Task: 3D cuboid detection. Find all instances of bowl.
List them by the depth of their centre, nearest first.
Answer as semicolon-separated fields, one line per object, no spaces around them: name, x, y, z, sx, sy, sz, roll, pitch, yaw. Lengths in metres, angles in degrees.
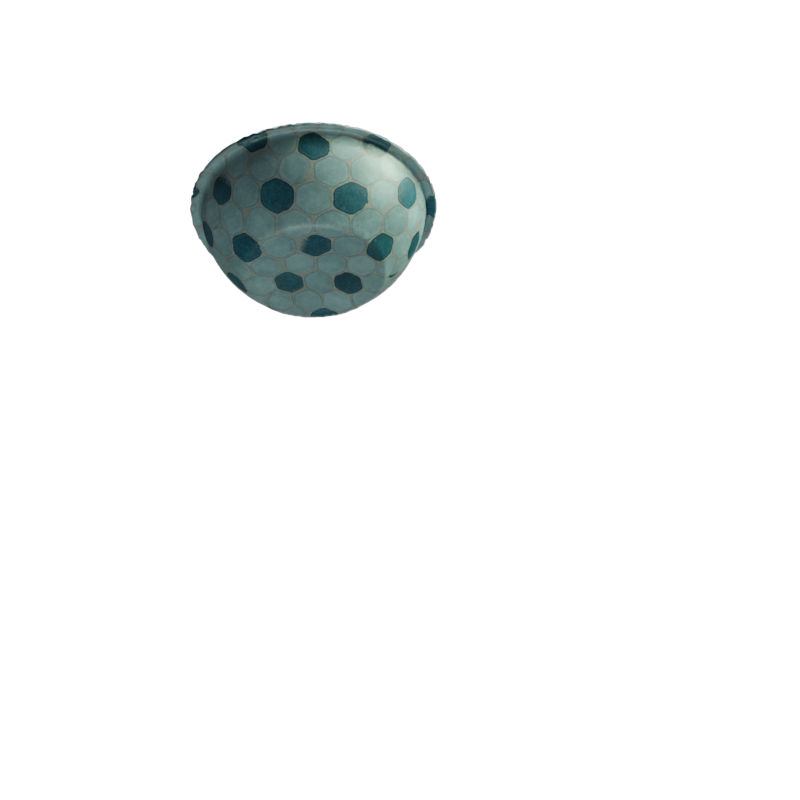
bowl;-0.056;-0.102;0.713;0.162;0.059;0.151;1;-37;-2
